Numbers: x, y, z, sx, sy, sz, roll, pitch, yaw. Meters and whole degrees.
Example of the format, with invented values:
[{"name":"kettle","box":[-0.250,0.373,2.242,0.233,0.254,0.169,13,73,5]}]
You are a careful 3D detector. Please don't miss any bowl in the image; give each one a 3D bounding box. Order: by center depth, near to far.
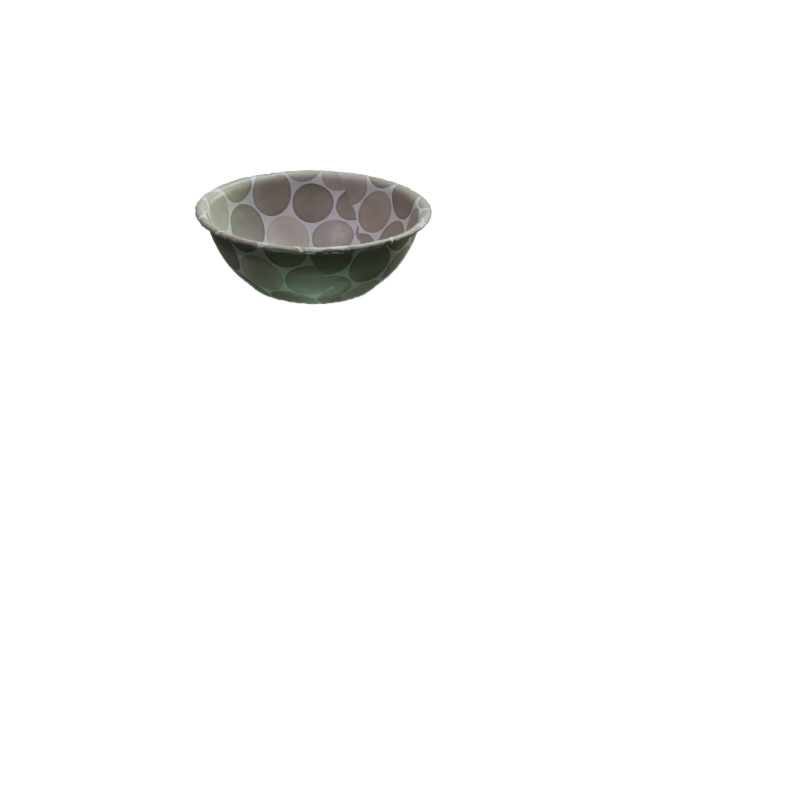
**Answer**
[{"name":"bowl","box":[-0.060,-0.110,0.768,0.162,0.052,0.171,-1,28,-2]}]
